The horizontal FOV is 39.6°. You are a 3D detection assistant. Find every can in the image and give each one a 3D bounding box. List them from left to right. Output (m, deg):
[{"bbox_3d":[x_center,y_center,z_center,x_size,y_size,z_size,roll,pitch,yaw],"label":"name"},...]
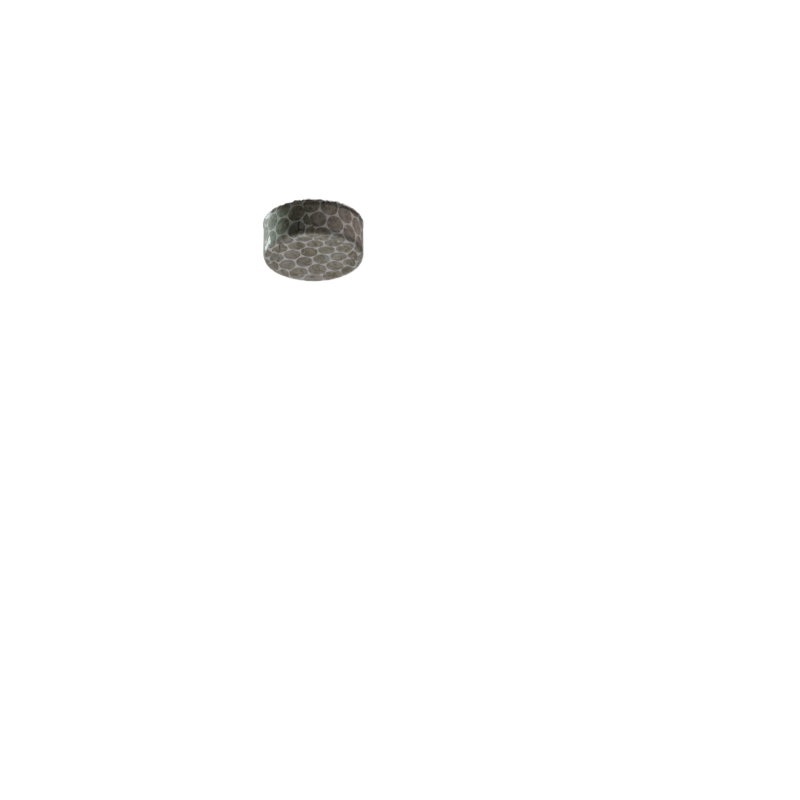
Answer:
[{"bbox_3d":[-0.073,-0.133,0.934,0.086,0.036,0.081,1,-24,-2],"label":"can"}]
